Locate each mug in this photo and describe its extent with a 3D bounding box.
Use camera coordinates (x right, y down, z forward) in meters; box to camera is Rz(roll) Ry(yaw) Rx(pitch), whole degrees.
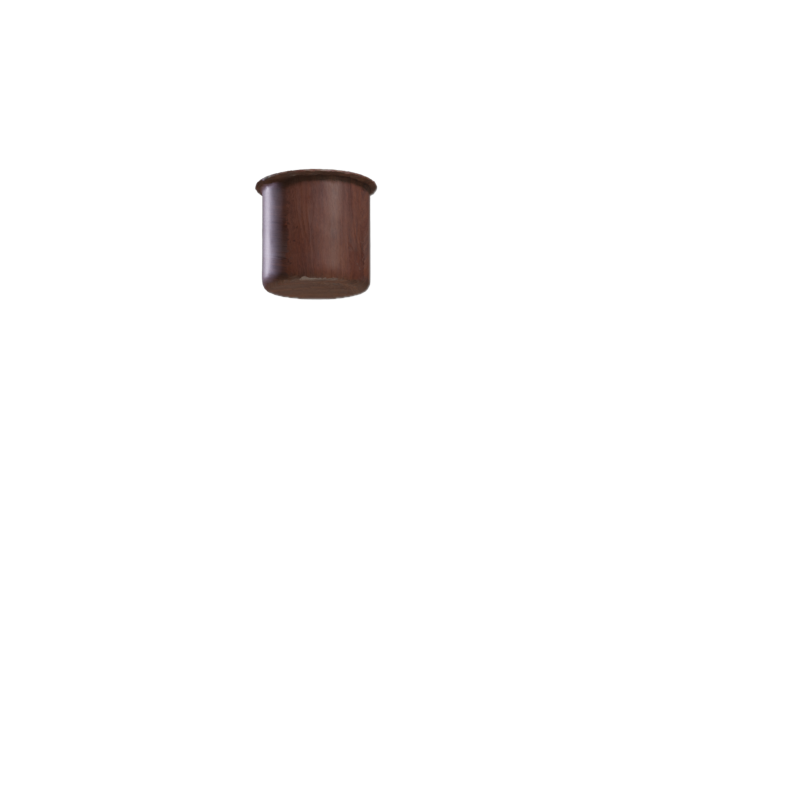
[{"bbox_3d":[-0.066,-0.121,0.847,0.092,0.084,0.116,2,-9,-14],"label":"mug"}]
